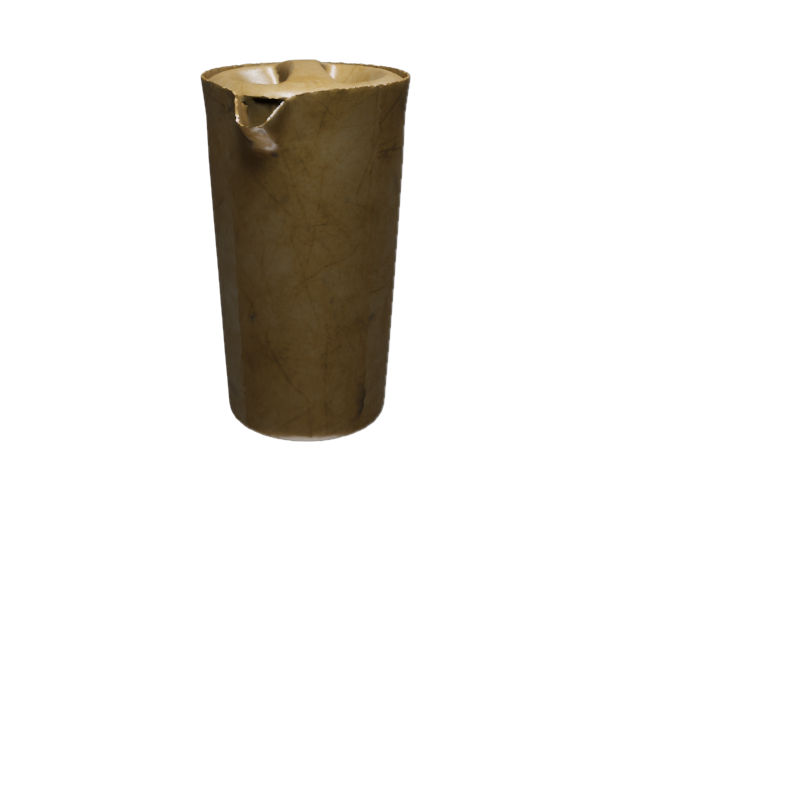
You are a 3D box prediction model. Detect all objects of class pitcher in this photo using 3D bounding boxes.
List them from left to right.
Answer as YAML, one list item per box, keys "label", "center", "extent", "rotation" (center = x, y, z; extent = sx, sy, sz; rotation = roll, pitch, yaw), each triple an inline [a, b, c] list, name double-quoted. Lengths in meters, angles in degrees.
- label: "pitcher"
  center: [-0.058, -0.107, 0.746]
  extent: [0.146, 0.233, 0.154]
  rotation: [-8, 21, -25]
